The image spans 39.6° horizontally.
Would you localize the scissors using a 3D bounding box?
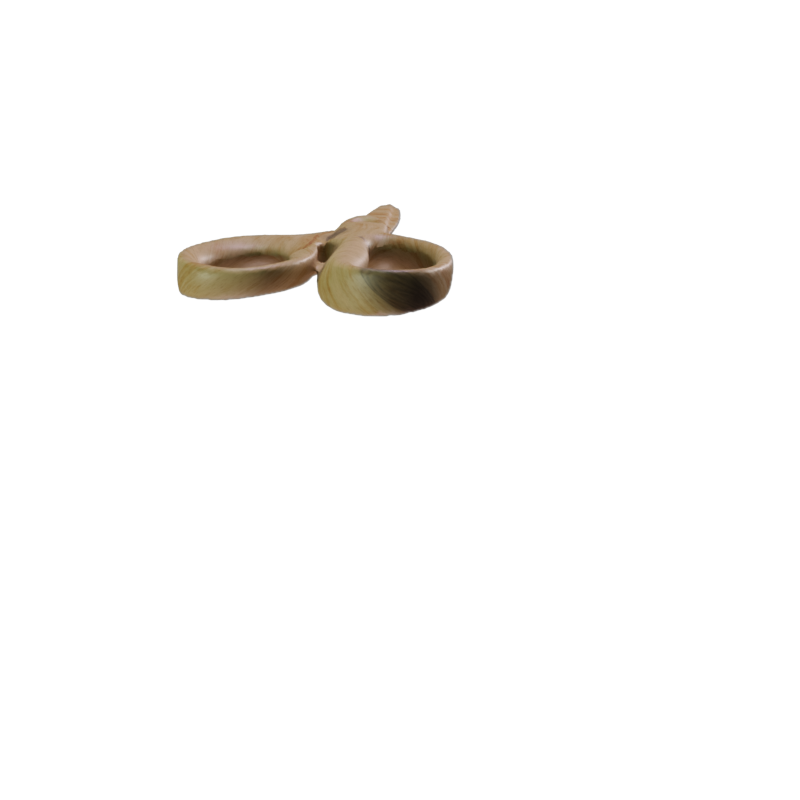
[{"bbox_3d":[-0.032,-0.059,0.413,0.095,0.015,0.209,-2,16,-8],"label":"scissors"}]
